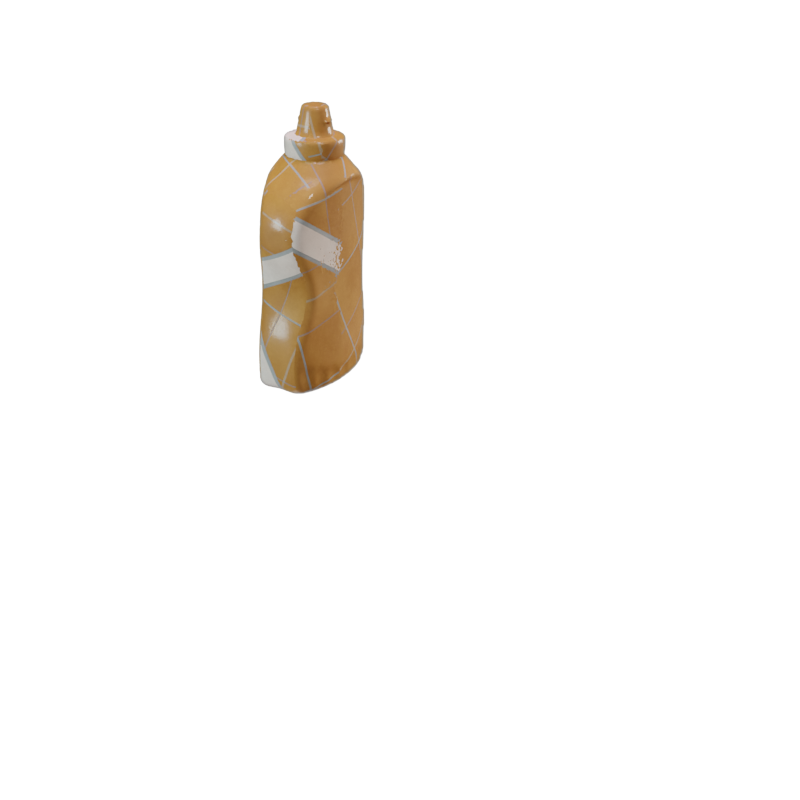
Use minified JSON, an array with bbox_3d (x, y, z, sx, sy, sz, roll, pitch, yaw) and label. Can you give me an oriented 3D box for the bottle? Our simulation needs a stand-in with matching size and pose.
[{"bbox_3d":[-0.059,-0.108,0.759,0.061,0.183,0.096,13,24,27],"label":"bottle"}]
